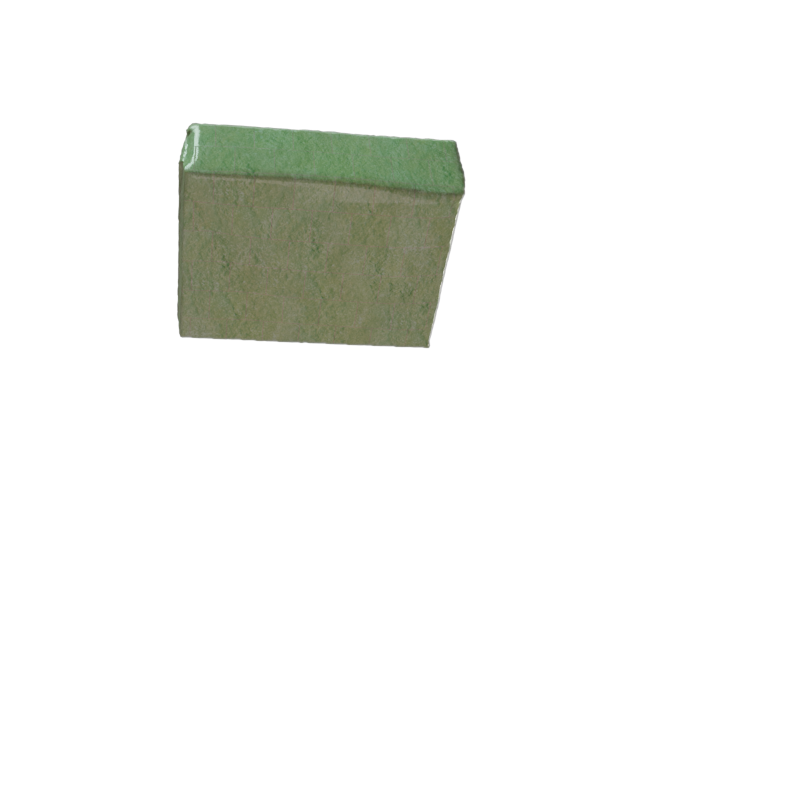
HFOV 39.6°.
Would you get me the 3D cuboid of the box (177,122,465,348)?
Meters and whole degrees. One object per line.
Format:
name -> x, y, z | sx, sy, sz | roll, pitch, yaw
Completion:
box -> -0.036, -0.066, 0.465 | 0.113, 0.084, 0.042 | 5, 43, -5
